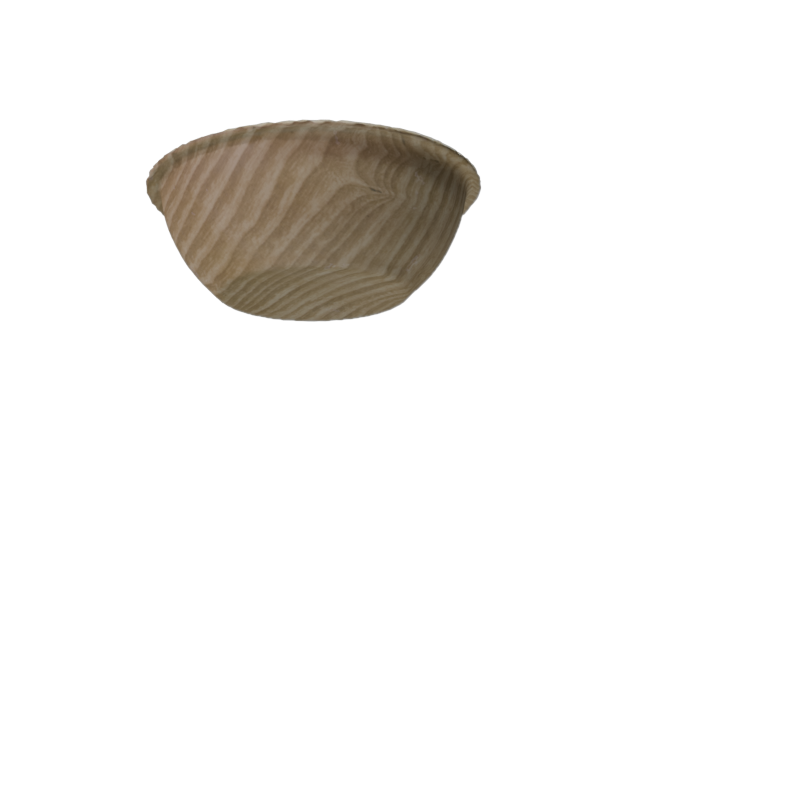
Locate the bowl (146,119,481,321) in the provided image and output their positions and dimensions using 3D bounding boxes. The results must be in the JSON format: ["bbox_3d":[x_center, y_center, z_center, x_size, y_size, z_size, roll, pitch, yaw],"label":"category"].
[{"bbox_3d":[-0.042,-0.076,0.531,0.162,0.057,0.156,0,-13,-2],"label":"bowl"}]
